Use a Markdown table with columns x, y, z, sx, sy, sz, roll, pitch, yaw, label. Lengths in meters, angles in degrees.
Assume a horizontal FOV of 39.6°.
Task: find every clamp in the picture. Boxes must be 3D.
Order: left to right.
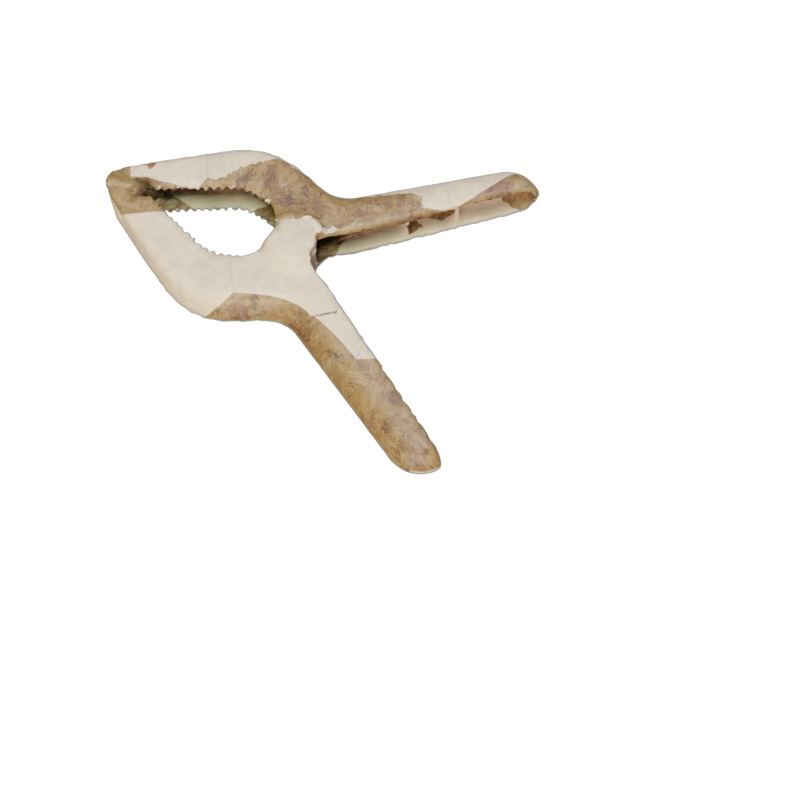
| x | y | z | sx | sy | sz | roll | pitch | yaw | label |
| --- | --- | --- | --- | --- | --- | --- | --- | --- | --- |
| -0.043 | -0.078 | 0.547 | 0.217 | 0.170 | 0.034 | 25 | -26 | 13 | clamp |
